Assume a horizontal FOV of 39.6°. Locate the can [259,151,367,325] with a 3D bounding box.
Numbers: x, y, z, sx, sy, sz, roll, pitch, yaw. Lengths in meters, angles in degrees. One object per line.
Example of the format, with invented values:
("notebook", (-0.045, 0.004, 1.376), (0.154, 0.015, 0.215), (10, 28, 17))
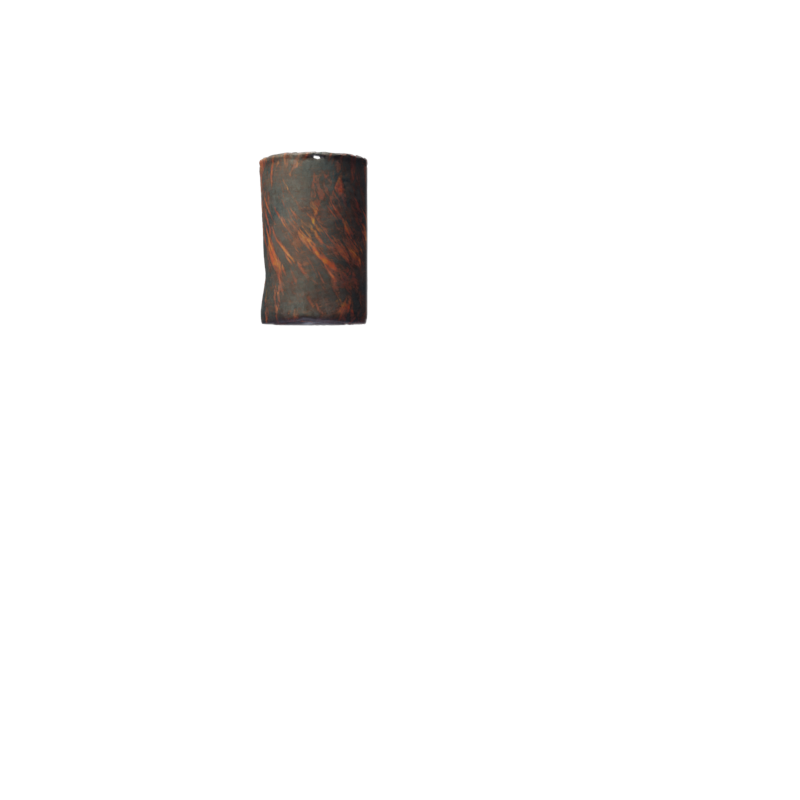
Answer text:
("can", (-0.054, -0.098, 0.687), (0.068, 0.104, 0.068), (0, -4, -2))
